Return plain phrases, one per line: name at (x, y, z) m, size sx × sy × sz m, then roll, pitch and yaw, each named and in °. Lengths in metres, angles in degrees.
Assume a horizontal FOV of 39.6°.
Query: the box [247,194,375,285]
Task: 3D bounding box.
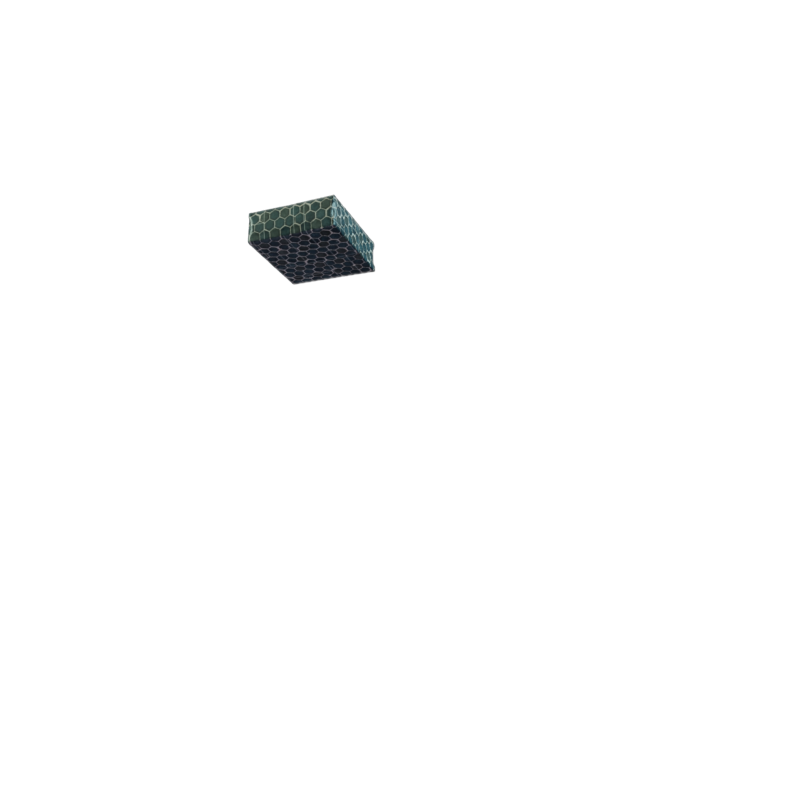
box at (-0.068, -0.125, 0.875) m, size 0.074 × 0.032 × 0.083 m, roll -8°, pitch -22°, yaw 20°
